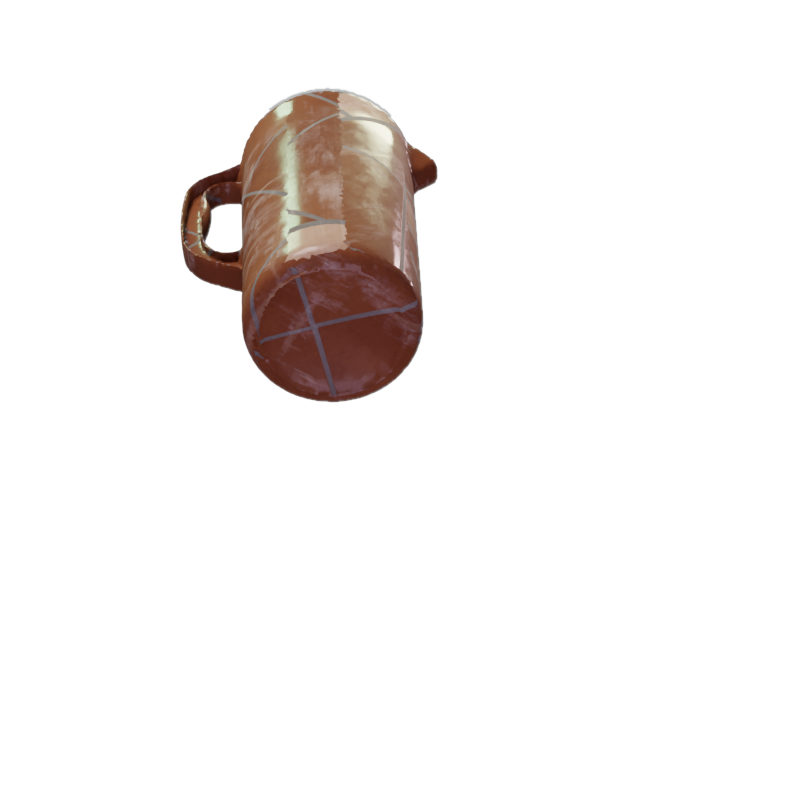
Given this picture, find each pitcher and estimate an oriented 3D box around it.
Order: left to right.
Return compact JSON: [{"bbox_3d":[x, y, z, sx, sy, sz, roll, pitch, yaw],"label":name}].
[{"bbox_3d":[-0.059,-0.108,0.754,0.138,0.147,0.259,37,23,-23],"label":"pitcher"}]
